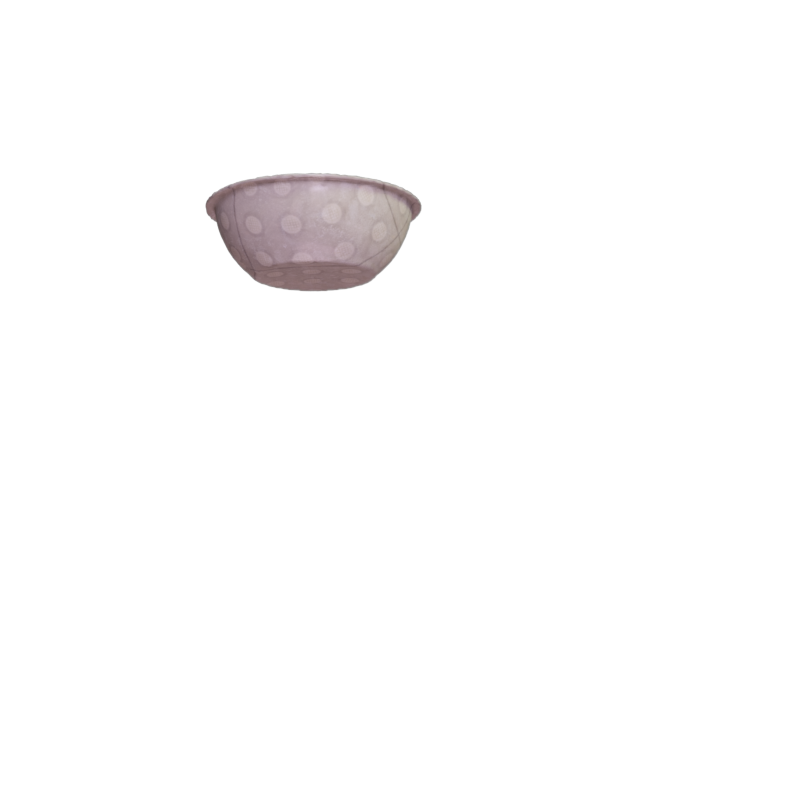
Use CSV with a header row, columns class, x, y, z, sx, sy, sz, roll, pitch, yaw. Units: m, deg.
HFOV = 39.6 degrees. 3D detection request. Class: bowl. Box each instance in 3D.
class,x,y,z,sx,sy,sz,roll,pitch,yaw
bowl,-0.064,-0.117,0.822,0.162,0.057,0.157,0,-9,-2
